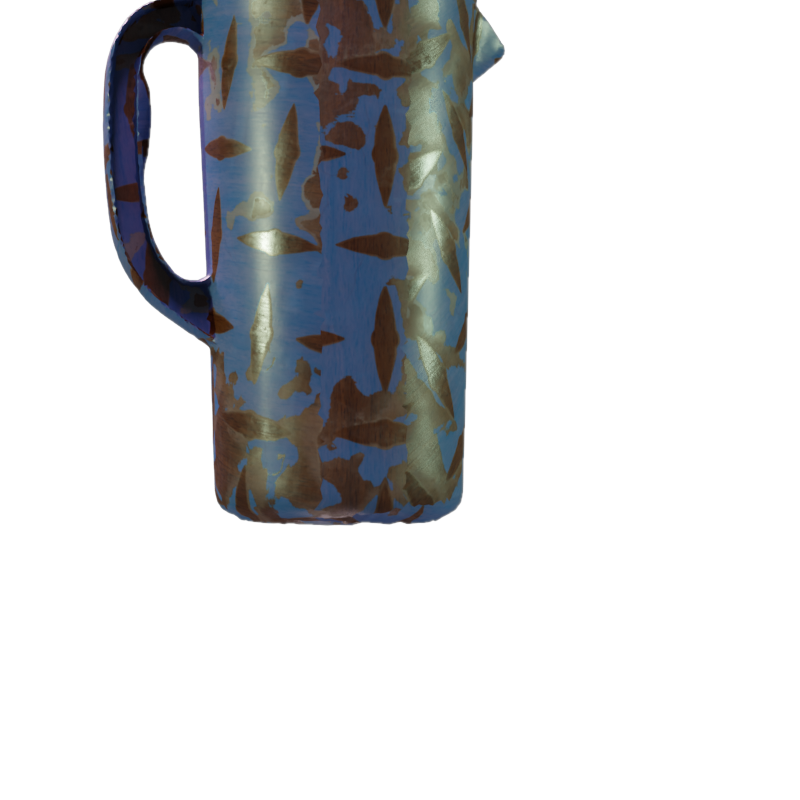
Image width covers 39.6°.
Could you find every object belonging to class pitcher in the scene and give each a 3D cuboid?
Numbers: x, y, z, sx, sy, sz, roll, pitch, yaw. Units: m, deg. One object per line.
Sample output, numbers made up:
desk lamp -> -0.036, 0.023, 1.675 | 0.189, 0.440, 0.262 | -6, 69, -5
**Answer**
pitcher -> -0.039, -0.071, 0.500 | 0.153, 0.249, 0.138 | -5, -9, 26
